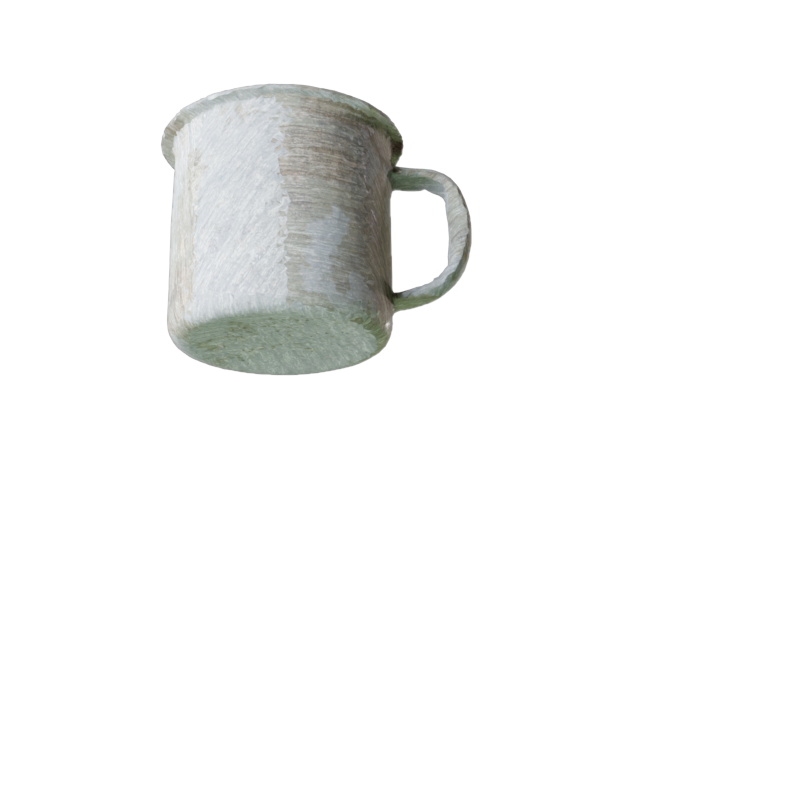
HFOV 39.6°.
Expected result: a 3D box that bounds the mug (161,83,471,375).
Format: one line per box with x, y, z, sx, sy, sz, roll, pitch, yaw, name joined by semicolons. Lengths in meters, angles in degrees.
-0.032;-0.059;0.412;0.117;0.086;0.089;-1;-20;0;mug
